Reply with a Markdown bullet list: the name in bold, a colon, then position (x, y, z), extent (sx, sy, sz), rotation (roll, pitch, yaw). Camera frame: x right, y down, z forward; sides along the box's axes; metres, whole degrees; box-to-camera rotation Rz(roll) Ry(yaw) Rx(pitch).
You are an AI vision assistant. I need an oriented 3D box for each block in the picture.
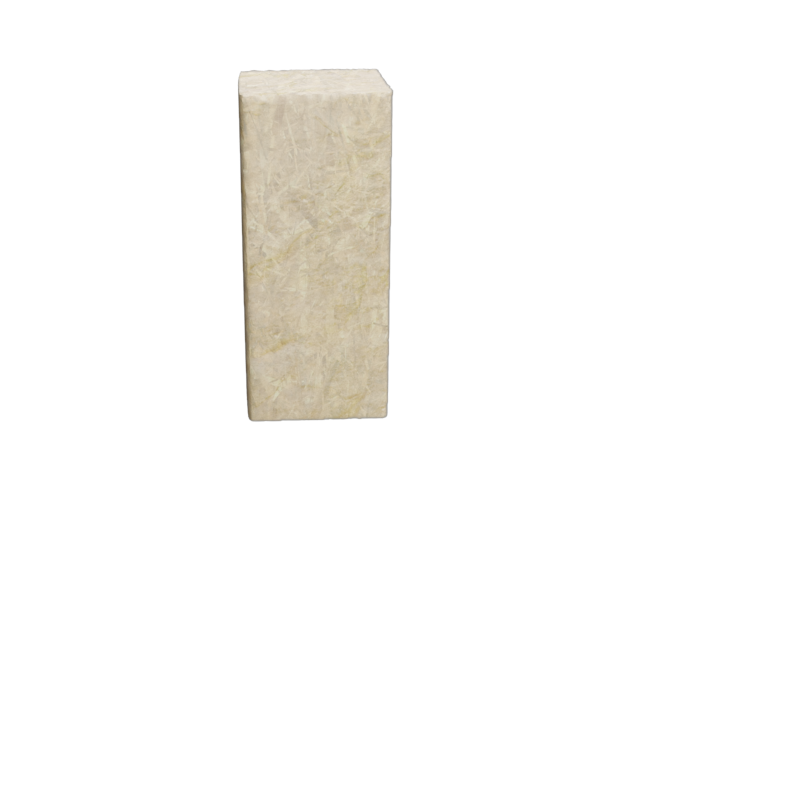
- **block**: position (-0.055, -0.100, 0.701), extent (0.090, 0.197, 0.095), rotation (-1, 20, -6)
